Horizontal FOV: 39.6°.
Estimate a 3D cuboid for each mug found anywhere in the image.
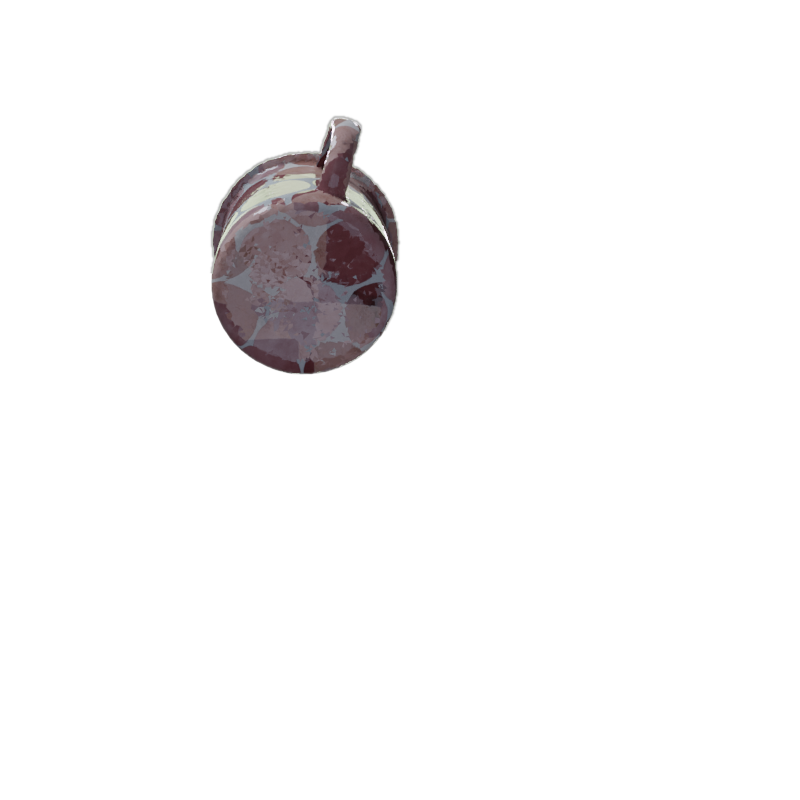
[{"bbox_3d":[-0.040,-0.073,0.511,0.092,0.114,0.085,19,16,-8],"label":"mug"}]
